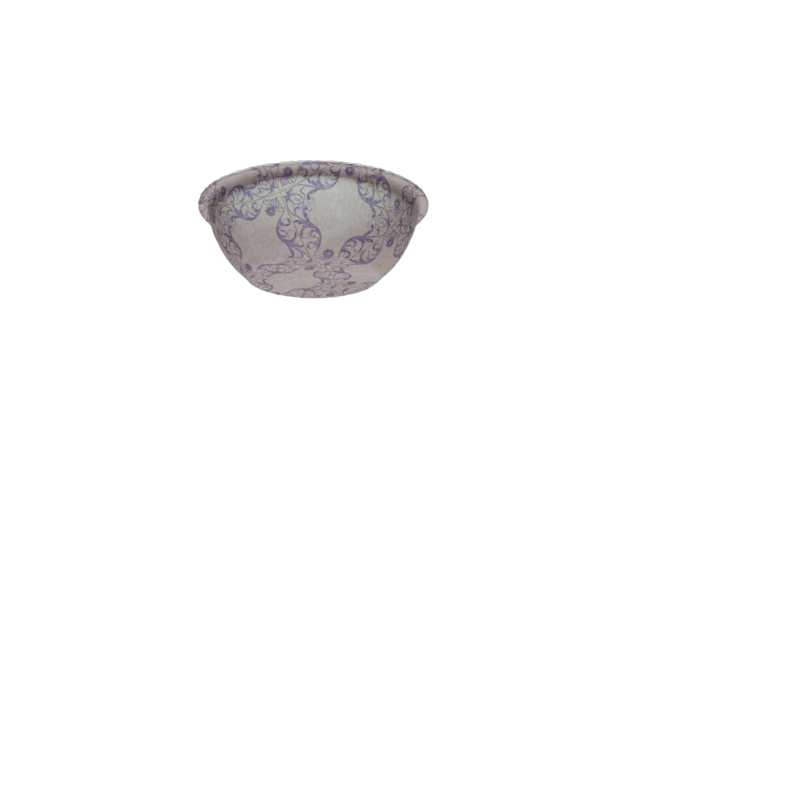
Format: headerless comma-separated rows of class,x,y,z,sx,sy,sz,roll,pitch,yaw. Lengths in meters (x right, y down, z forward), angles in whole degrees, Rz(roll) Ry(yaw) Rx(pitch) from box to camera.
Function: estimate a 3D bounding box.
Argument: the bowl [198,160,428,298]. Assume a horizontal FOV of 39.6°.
bowl,-0.060,-0.110,0.770,0.162,0.057,0.156,0,-14,-2
